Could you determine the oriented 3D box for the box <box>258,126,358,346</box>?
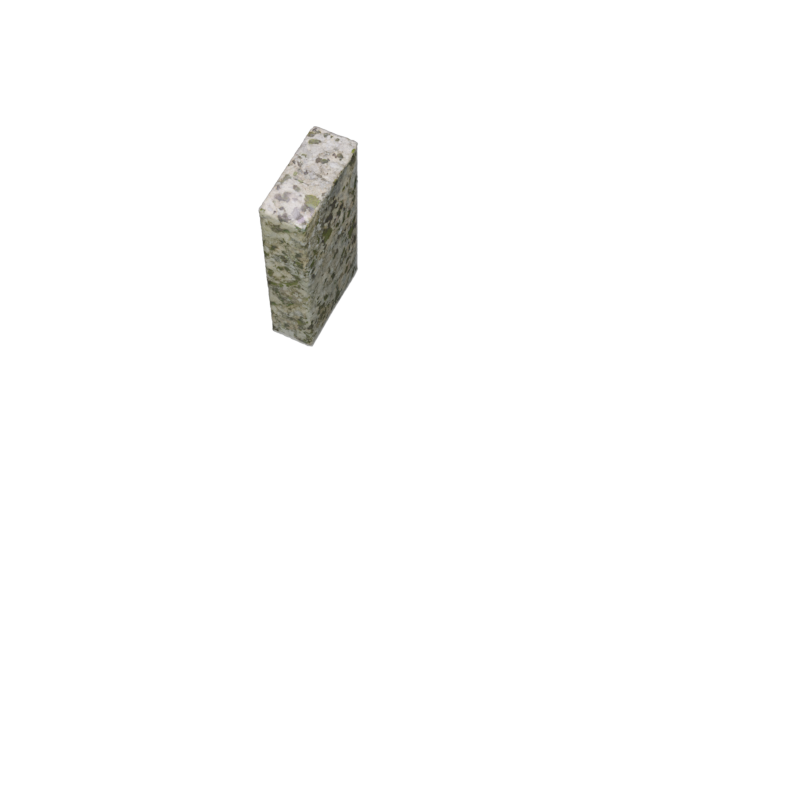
[{"bbox_3d":[-0.070,-0.127,0.893,0.049,0.097,0.166,24,-27,8],"label":"box"}]
